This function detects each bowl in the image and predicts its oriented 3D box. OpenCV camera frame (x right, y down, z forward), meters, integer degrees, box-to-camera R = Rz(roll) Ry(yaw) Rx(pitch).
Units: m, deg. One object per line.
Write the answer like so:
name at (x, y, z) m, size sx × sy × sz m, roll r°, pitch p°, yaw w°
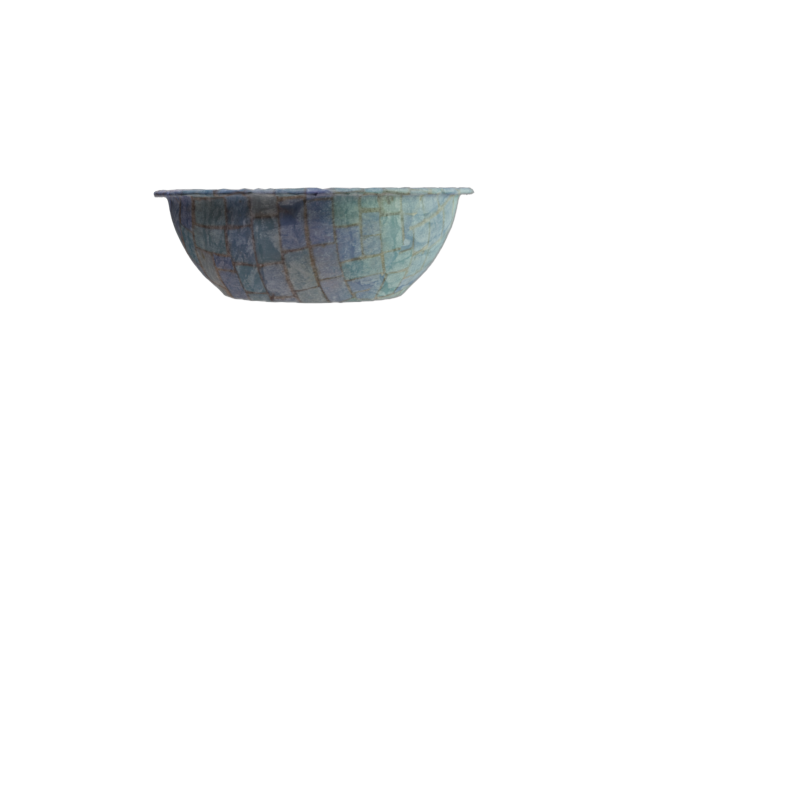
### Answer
bowl at (-0.044, -0.081, 0.564) m, size 0.162 × 0.054 × 0.165 m, roll 0°, pitch 9°, yaw -2°
